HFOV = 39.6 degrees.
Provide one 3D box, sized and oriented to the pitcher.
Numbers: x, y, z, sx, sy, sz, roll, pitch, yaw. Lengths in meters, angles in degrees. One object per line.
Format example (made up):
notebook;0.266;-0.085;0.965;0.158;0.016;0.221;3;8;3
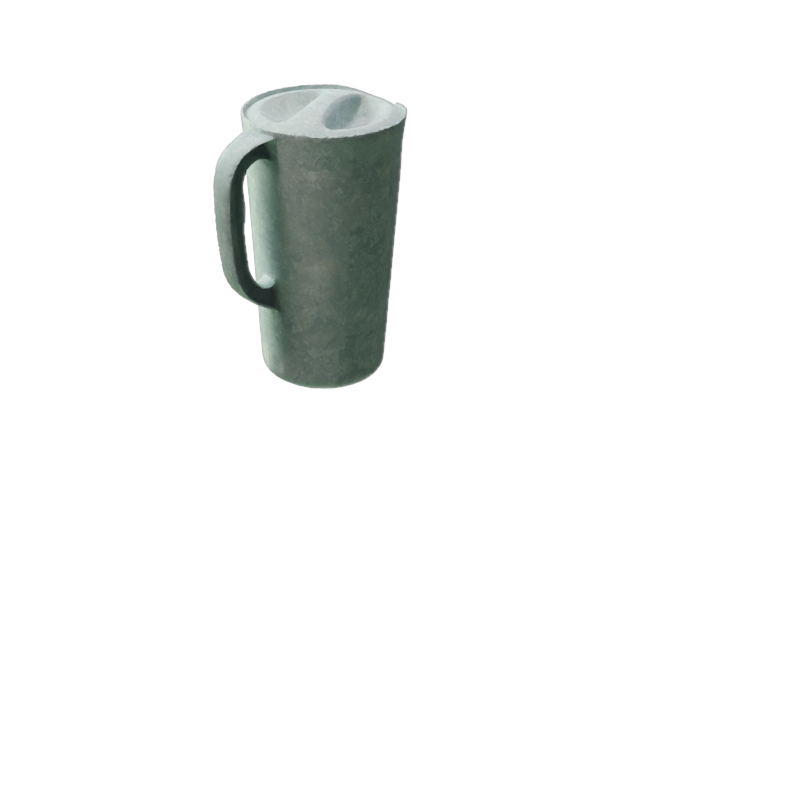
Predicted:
pitcher;-0.073;-0.133;0.929;0.149;0.230;0.153;1;28;-1
